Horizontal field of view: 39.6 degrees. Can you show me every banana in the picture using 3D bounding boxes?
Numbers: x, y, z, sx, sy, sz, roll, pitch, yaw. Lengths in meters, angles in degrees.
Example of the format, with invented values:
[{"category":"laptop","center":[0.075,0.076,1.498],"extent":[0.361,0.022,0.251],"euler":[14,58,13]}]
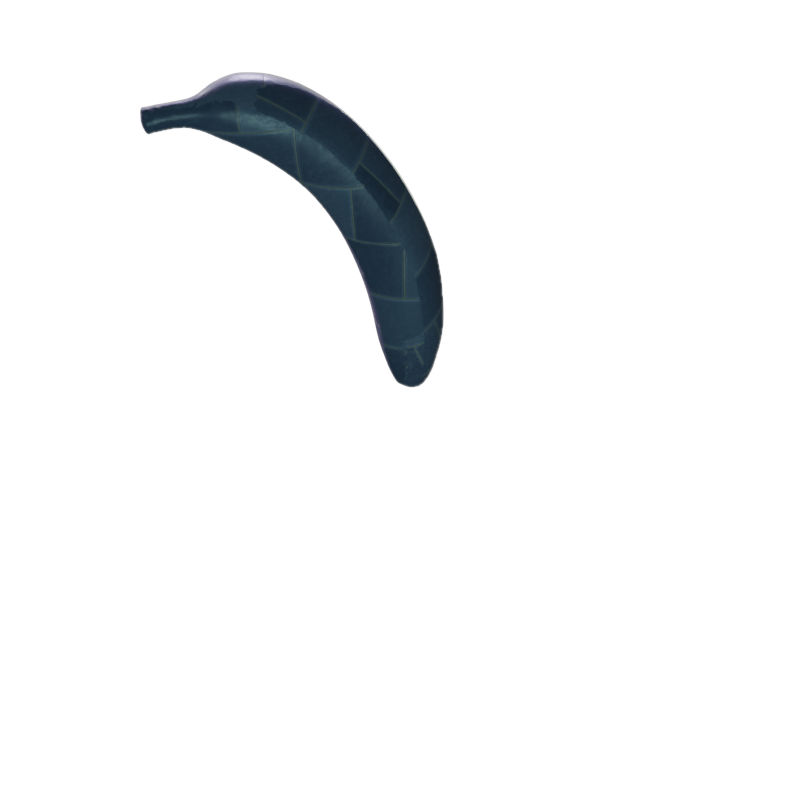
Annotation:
[{"category":"banana","center":[-0.028,-0.085,0.509],"extent":[0.069,0.186,0.039],"euler":[-34,28,21]}]
